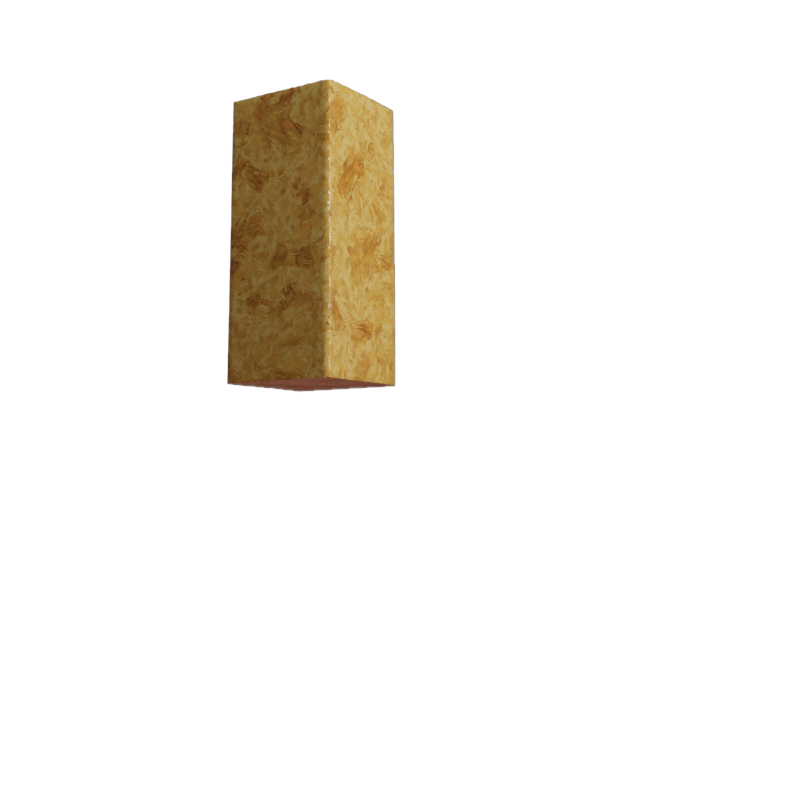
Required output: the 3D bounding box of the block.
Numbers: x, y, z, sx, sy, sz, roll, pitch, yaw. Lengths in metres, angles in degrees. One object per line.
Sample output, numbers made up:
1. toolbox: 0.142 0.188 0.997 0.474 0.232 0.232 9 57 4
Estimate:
1. block: -0.062 -0.114 0.801 0.093 0.212 0.085 -8 -13 33
